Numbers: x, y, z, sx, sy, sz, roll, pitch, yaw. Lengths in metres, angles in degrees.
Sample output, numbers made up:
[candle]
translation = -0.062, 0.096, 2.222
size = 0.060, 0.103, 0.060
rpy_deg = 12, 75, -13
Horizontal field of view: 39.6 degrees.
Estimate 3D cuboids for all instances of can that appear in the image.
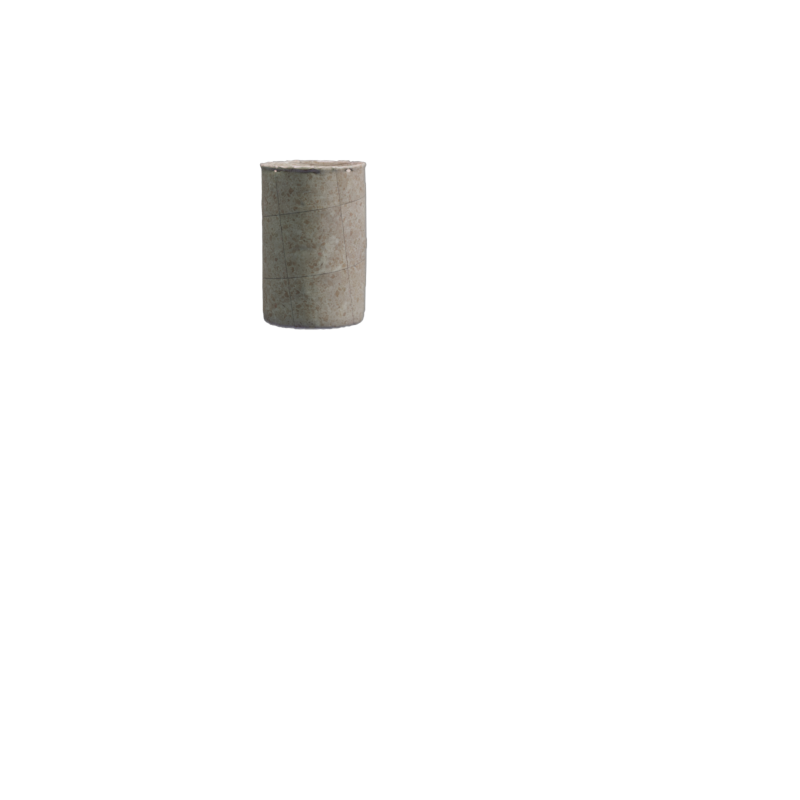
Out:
[can]
translation = -0.056, -0.102, 0.712
size = 0.068, 0.100, 0.070
rpy_deg = 0, 11, -2
